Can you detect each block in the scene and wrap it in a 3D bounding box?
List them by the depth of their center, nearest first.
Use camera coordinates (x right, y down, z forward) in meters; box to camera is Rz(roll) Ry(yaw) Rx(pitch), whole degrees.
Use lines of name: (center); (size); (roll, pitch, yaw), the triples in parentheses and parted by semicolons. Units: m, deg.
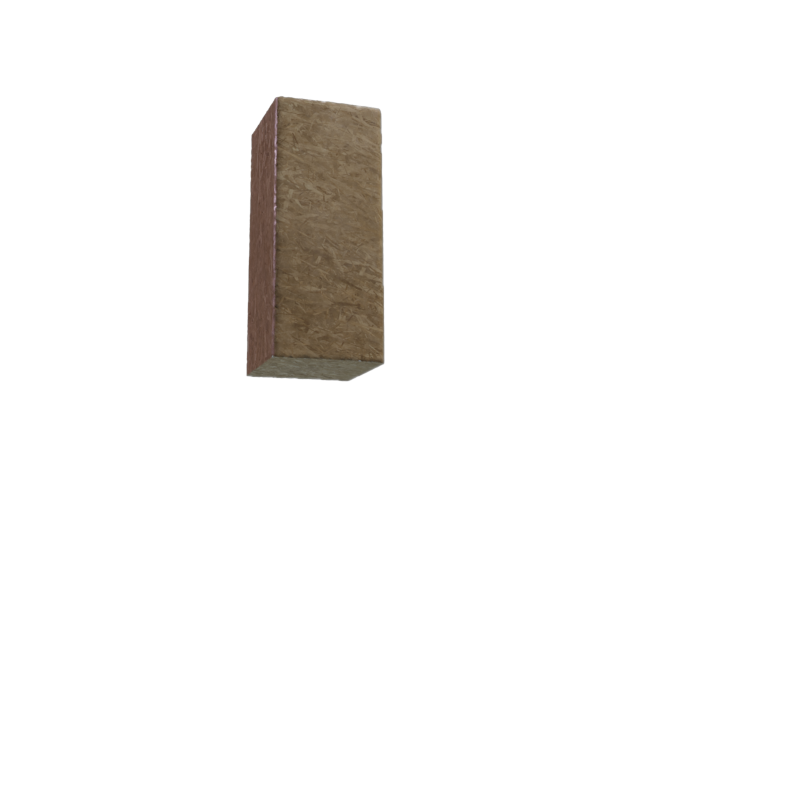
block: (-0.068, -0.126, 0.884); (0.088, 0.214, 0.090); (4, -16, -19)
